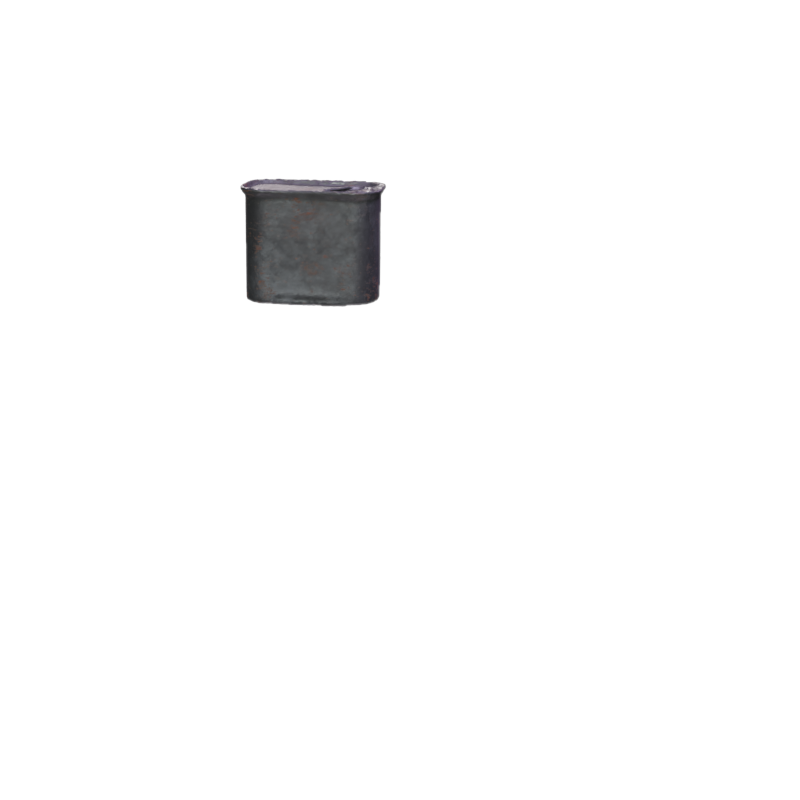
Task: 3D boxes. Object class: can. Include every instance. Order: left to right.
[{"bbox_3d":[-0.063,-0.115,0.802,0.103,0.081,0.058,3,14,9],"label":"can"}]
